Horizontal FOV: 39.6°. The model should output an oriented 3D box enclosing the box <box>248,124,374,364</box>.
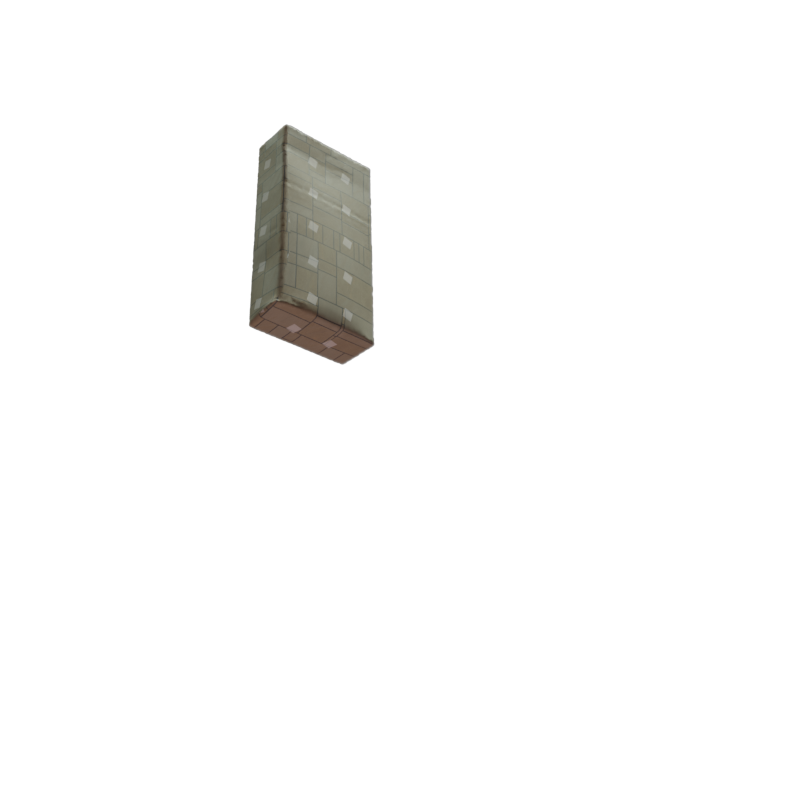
[{"bbox_3d":[-0.069,-0.125,0.876,0.088,0.189,0.047,23,-44,-32],"label":"box"}]
